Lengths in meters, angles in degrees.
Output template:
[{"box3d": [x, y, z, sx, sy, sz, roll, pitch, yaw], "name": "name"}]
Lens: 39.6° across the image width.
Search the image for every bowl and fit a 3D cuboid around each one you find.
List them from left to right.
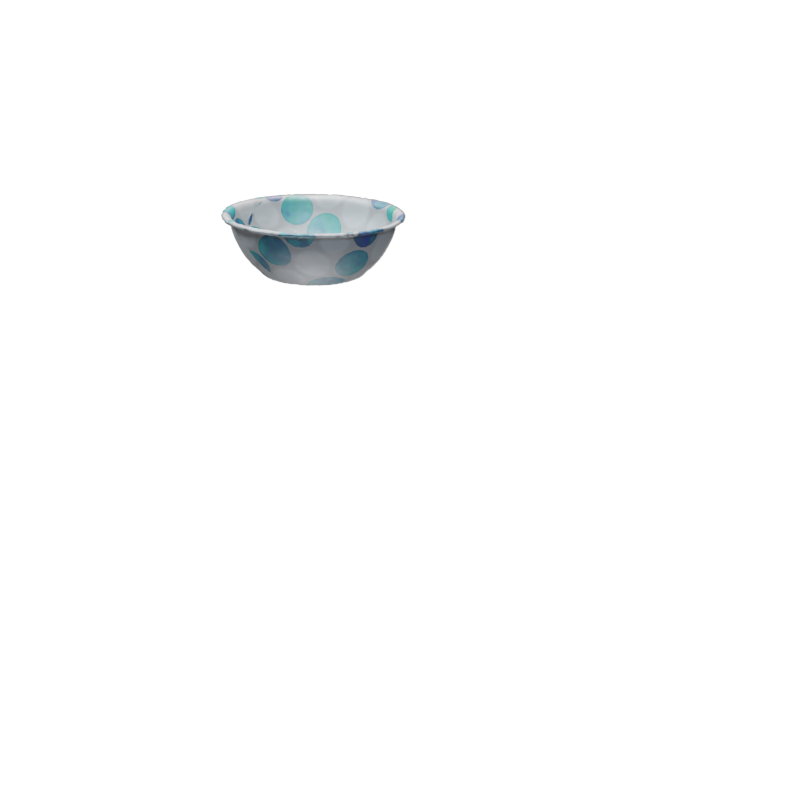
[{"box3d": [-0.076, -0.139, 0.977, 0.162, 0.053, 0.169, -1, 21, -2], "name": "bowl"}]
